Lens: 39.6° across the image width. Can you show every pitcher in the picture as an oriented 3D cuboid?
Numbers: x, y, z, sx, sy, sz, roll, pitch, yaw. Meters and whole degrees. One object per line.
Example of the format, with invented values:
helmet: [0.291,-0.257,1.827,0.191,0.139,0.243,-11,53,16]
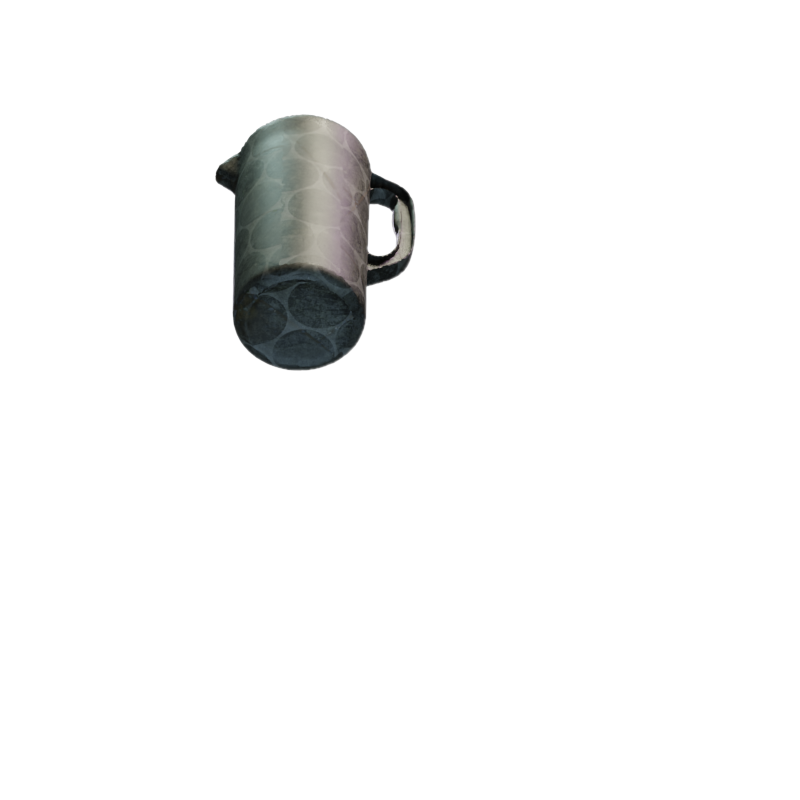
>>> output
pitcher: [-0.077,-0.141,0.984,0.149,0.135,0.260,-29,35,19]
